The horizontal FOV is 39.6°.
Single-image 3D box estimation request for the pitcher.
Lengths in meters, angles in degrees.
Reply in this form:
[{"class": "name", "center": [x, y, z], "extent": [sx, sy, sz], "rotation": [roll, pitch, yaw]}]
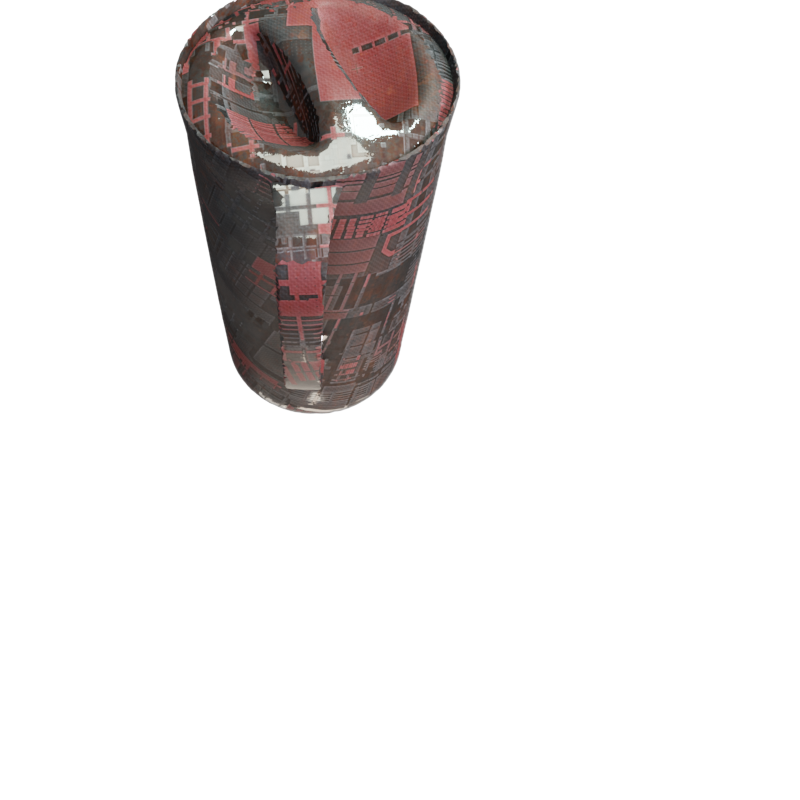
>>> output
[{"class": "pitcher", "center": [-0.047, -0.086, 0.601], "extent": [0.150, 0.154, 0.227], "rotation": [-38, -24, -24]}]
